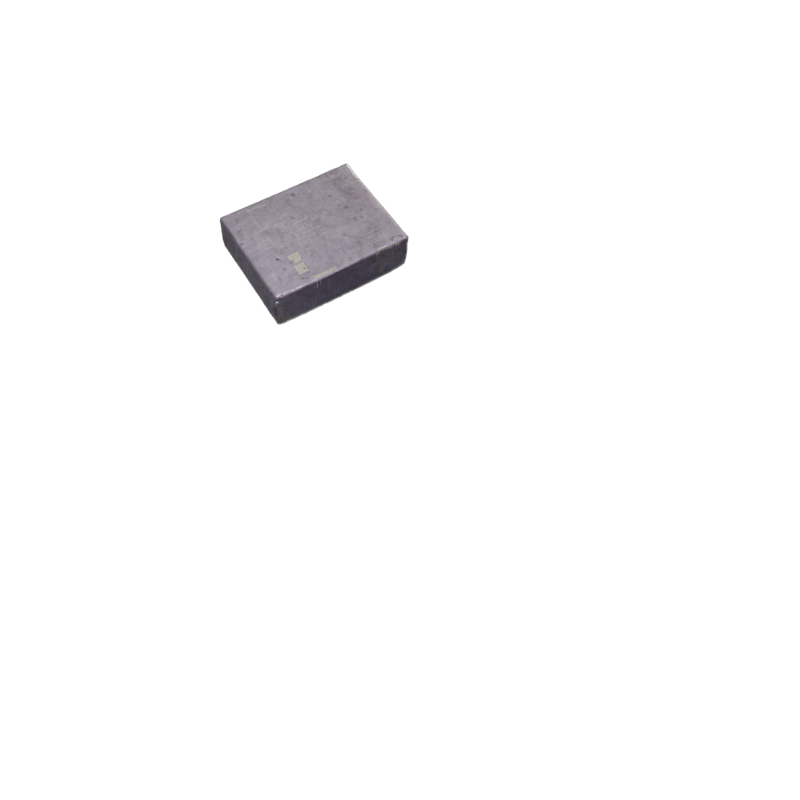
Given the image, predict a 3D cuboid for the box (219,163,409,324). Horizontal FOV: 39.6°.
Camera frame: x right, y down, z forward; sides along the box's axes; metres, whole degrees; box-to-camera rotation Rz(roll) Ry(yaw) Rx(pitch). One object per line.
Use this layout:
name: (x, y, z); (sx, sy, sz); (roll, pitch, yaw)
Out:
box: (-0.064, -0.117, 0.822); (0.113, 0.097, 0.036); (-26, -33, -19)
